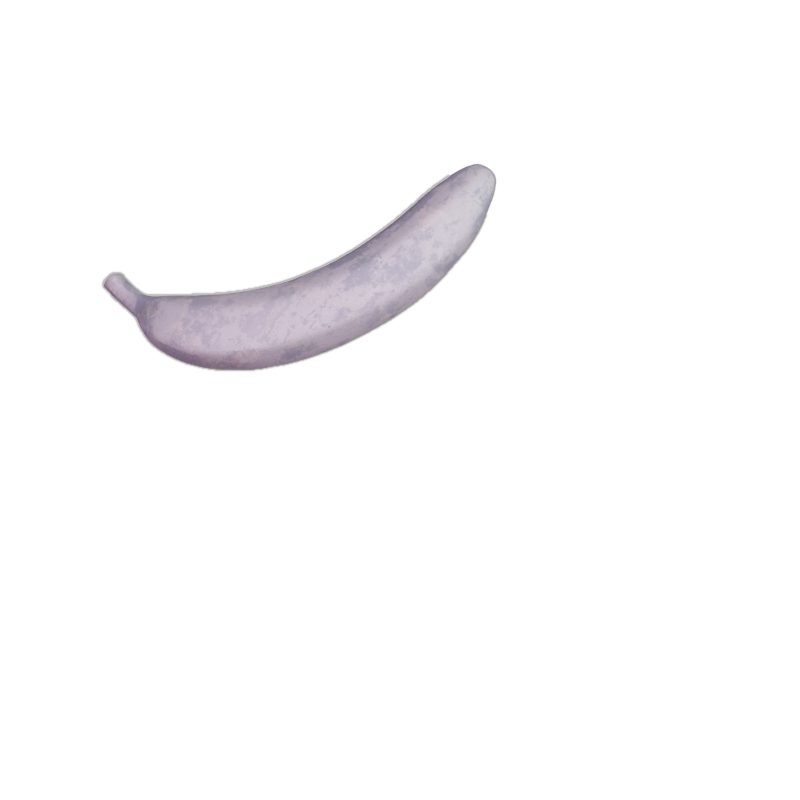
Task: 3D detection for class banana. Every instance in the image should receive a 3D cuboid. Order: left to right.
[{"bbox_3d":[-0.040,-0.057,0.525,0.197,0.072,0.035,-17,-13,-4],"label":"banana"}]
